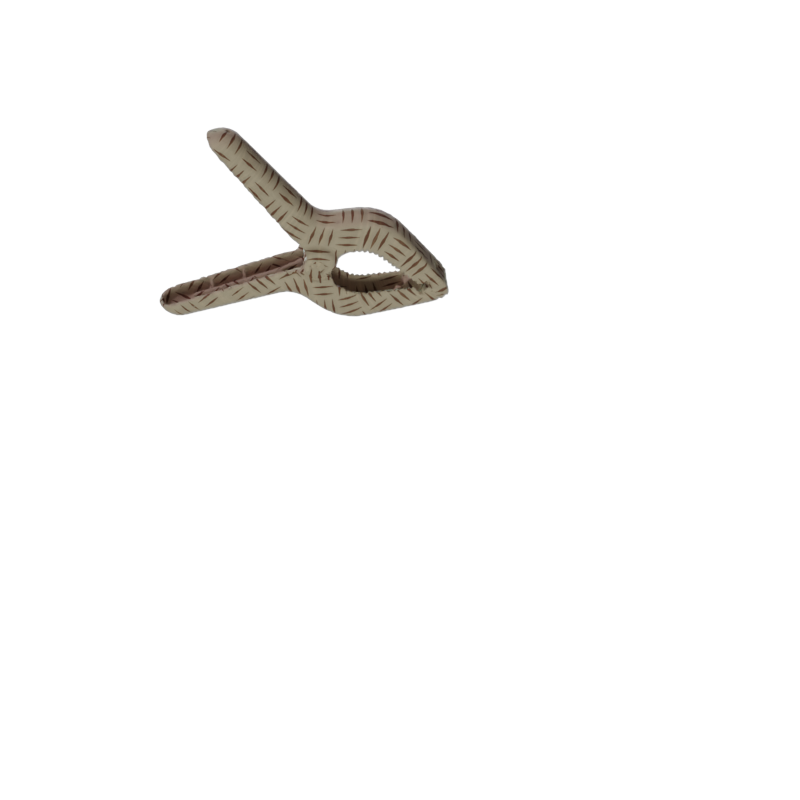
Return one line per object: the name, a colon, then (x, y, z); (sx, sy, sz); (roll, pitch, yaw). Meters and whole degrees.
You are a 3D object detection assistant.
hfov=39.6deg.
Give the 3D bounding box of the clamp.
clamp: (-0.063, -0.115, 0.806); (0.208, 0.155, 0.039); (8, 41, -7)
